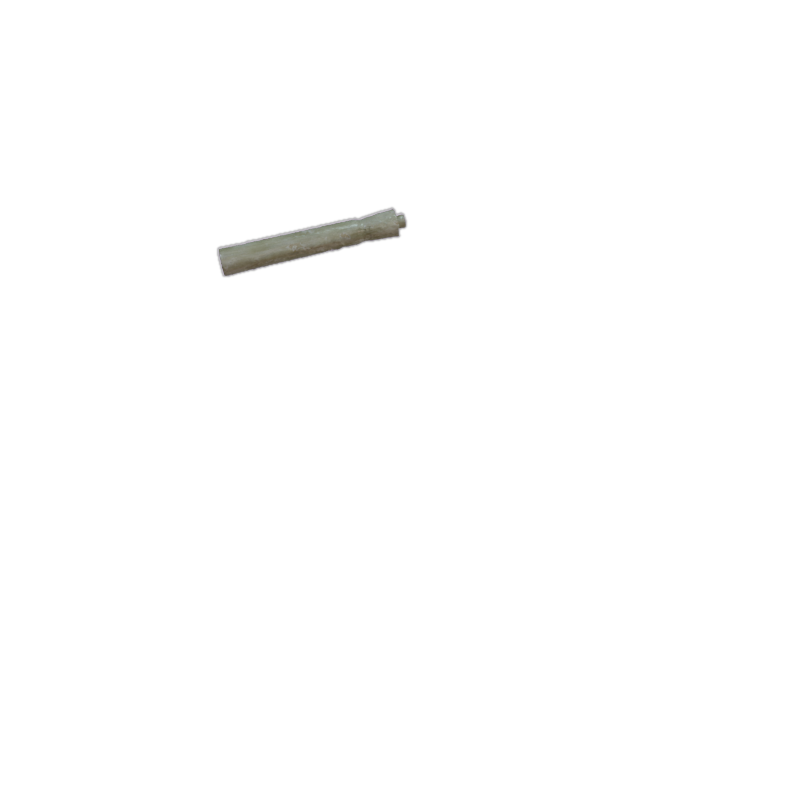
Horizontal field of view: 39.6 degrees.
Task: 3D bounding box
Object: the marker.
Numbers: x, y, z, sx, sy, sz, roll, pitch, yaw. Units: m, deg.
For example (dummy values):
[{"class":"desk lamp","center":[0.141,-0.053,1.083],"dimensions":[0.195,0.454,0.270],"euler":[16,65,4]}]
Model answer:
[{"class":"marker","center":[-0.055,-0.101,0.708],"dimensions":[0.121,0.020,0.020],"euler":[-13,5,-2]}]
